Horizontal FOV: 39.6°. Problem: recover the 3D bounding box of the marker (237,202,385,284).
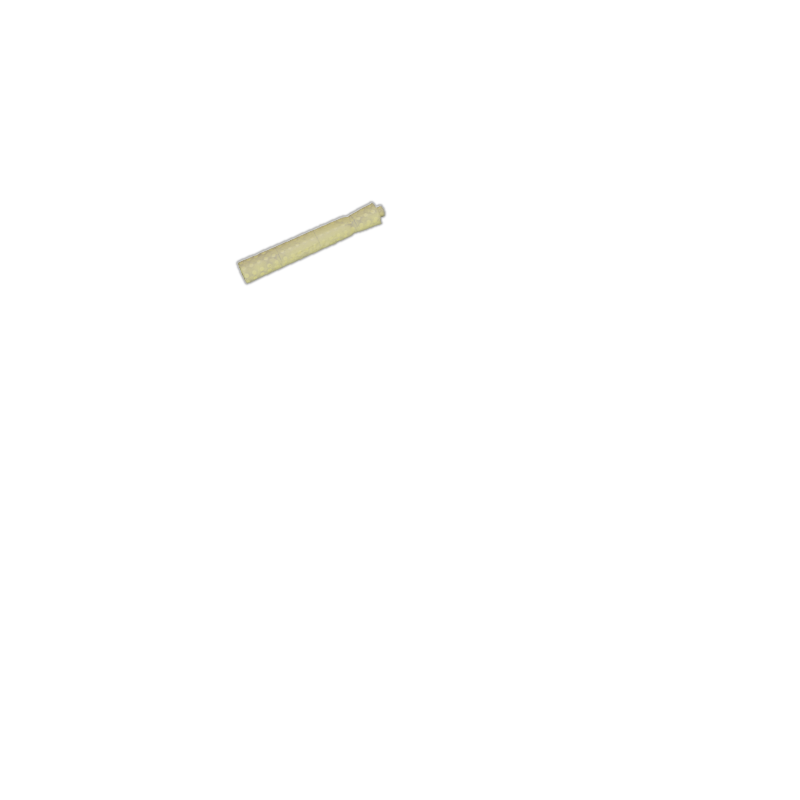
[{"bbox_3d":[-0.067,-0.122,0.854,0.121,0.019,0.020,-25,8,-8],"label":"marker"}]
